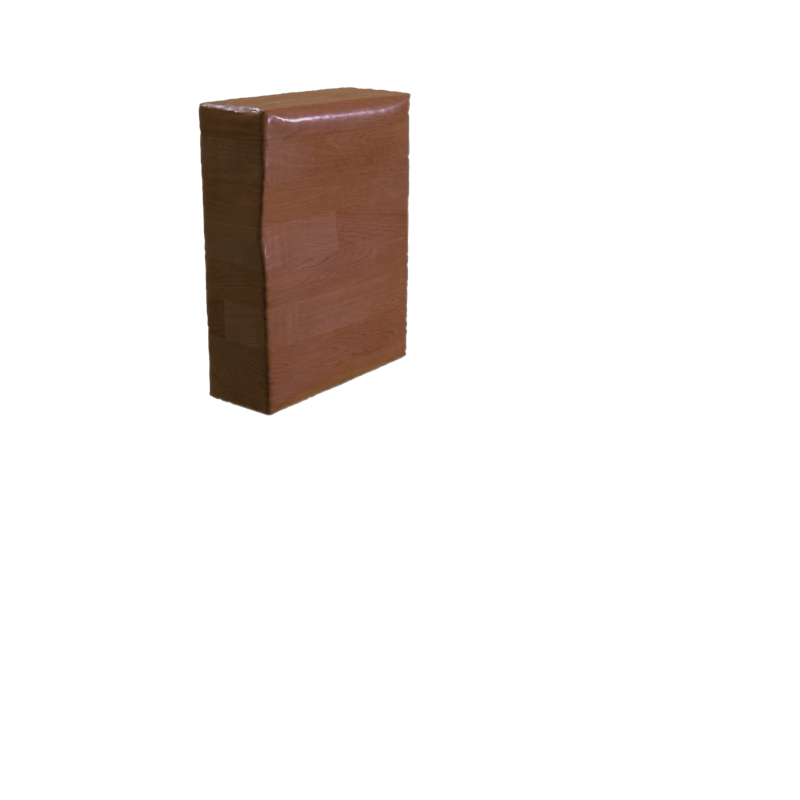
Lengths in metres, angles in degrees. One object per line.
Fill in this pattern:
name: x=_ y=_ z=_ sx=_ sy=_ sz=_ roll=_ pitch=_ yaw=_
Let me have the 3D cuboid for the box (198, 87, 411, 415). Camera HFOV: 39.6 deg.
box: x=-0.064 y=-0.116 z=0.815 sx=0.076 sy=0.207 sz=0.161 roll=12 pitch=20 yaw=37
